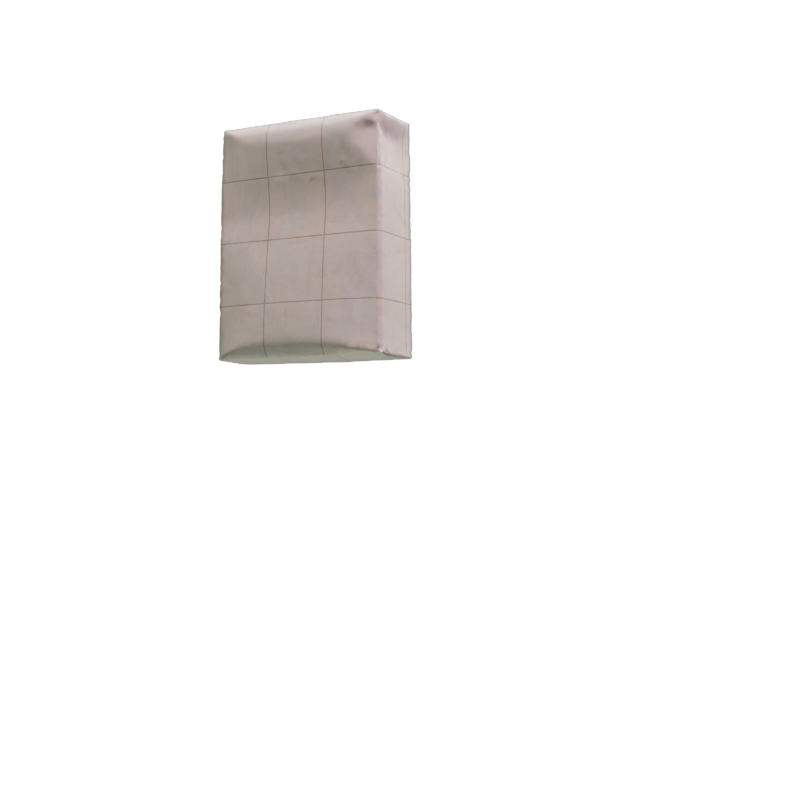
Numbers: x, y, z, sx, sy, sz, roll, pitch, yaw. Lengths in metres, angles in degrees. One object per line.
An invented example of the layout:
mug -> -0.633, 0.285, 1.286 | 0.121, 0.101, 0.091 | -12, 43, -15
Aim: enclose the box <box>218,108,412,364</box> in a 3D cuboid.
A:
box -> -0.077, -0.141, 0.987 | 0.169, 0.218, 0.068 | -3, -8, 27
